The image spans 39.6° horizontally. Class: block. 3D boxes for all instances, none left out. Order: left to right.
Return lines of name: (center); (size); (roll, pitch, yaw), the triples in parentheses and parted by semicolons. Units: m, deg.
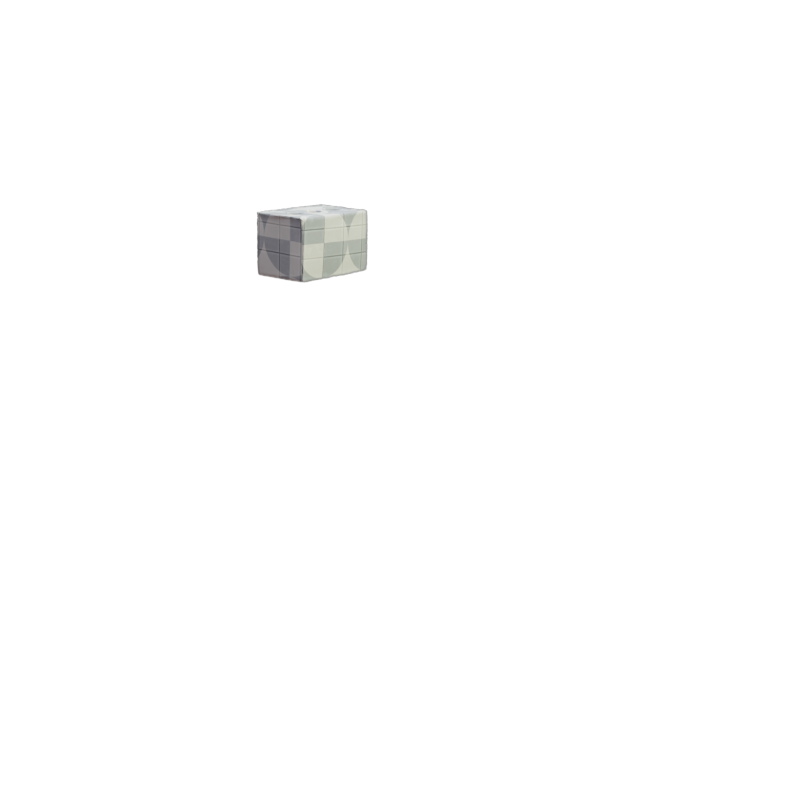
block: (-0.069, -0.127, 0.887); (0.055, 0.050, 0.076); (11, 17, 39)
